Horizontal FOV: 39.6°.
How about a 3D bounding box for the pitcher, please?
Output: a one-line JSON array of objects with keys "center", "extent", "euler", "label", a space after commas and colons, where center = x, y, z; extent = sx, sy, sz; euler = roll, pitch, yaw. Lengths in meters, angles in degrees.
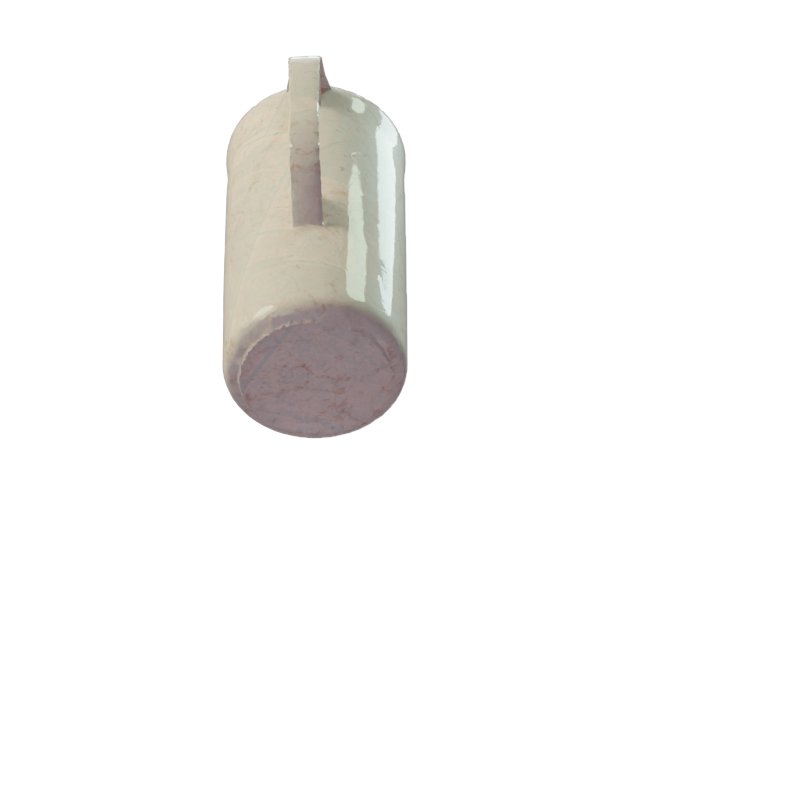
[{"center": [-0.057, -0.104, 0.727], "extent": [0.141, 0.260, 0.143], "euler": [35, -60, -28], "label": "pitcher"}]
